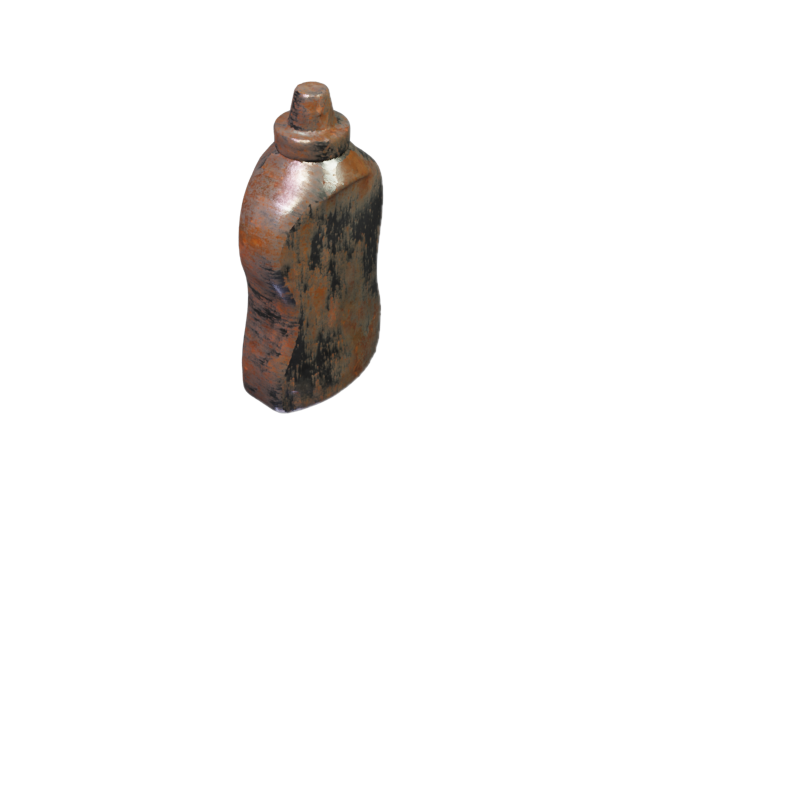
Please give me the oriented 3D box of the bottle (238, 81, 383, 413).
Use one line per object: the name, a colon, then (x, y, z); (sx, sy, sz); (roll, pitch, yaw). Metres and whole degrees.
bottle: (-0.049, -0.090, 0.627); (0.062, 0.179, 0.096); (29, 45, 30)
